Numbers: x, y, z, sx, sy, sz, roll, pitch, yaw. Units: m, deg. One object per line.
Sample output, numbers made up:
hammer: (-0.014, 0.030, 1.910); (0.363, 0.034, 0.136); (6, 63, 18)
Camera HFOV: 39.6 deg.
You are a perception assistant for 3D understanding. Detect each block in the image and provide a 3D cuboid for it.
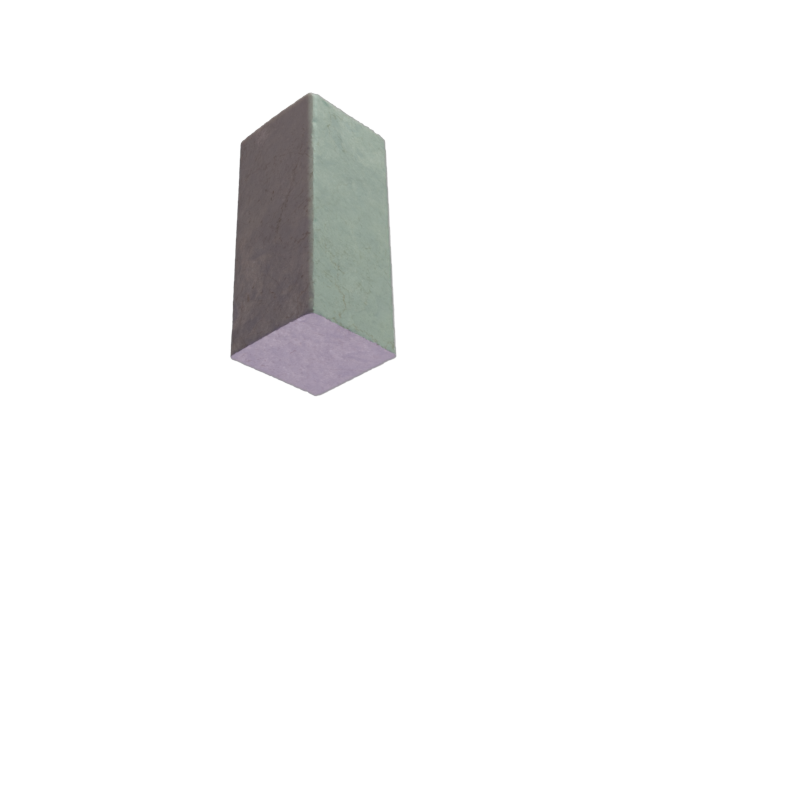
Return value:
block: (-0.067, -0.124, 0.865); (0.090, 0.220, 0.085); (-29, -41, 35)
